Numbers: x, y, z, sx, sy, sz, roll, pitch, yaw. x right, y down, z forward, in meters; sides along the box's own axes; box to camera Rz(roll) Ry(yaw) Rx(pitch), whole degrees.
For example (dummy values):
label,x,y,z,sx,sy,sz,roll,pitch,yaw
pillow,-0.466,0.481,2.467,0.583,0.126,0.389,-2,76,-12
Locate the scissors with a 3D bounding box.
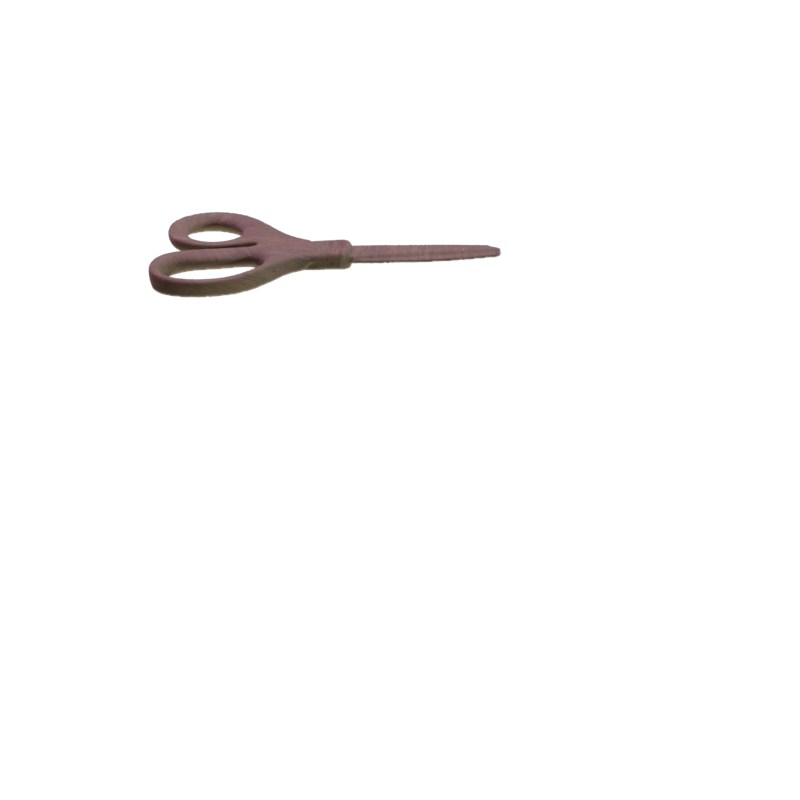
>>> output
label,x,y,z,sx,sy,sz,roll,pitch,yaw
scissors,-0.052,-0.094,0.662,0.199,0.015,0.104,-11,35,-16
